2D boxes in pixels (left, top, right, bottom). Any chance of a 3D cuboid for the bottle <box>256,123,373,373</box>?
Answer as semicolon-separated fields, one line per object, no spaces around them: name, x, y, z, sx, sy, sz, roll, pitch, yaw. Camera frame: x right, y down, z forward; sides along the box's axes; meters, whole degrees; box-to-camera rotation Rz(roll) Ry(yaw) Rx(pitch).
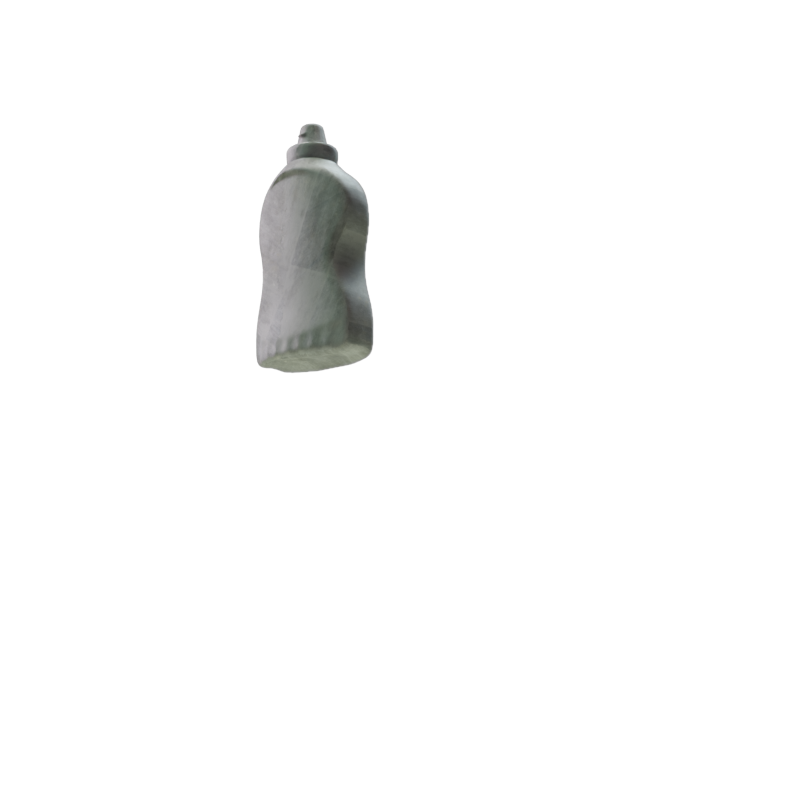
bottle;-0.067;-0.122;0.855;0.098;0.200;0.055;-15;-22;40
